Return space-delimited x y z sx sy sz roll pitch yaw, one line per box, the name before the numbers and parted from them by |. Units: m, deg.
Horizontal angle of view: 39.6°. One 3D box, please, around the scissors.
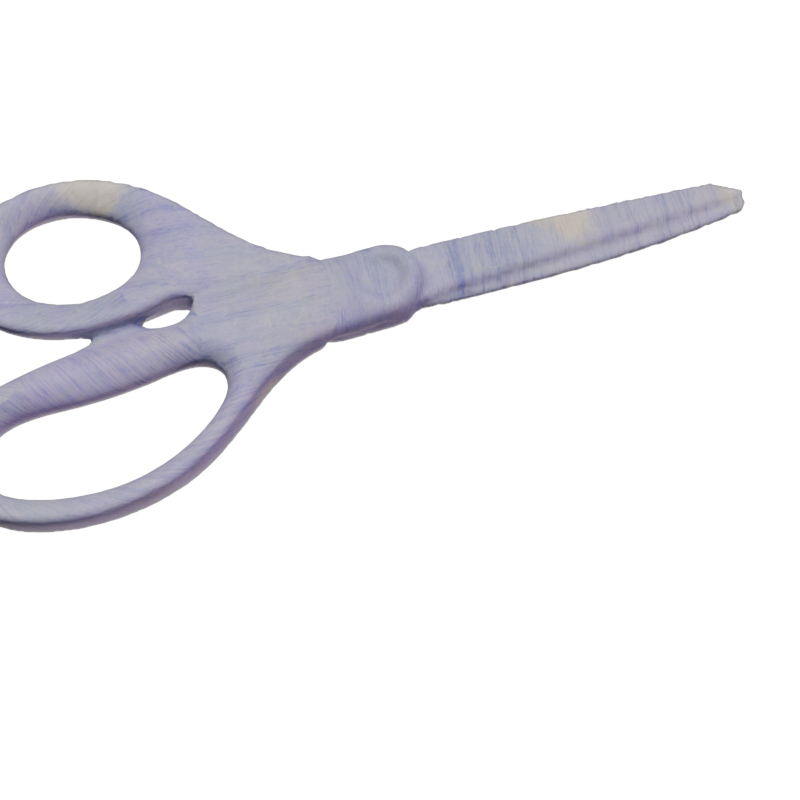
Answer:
scissors | -0.022 -0.040 0.277 0.201 0.102 0.015 -29 -25 -15
